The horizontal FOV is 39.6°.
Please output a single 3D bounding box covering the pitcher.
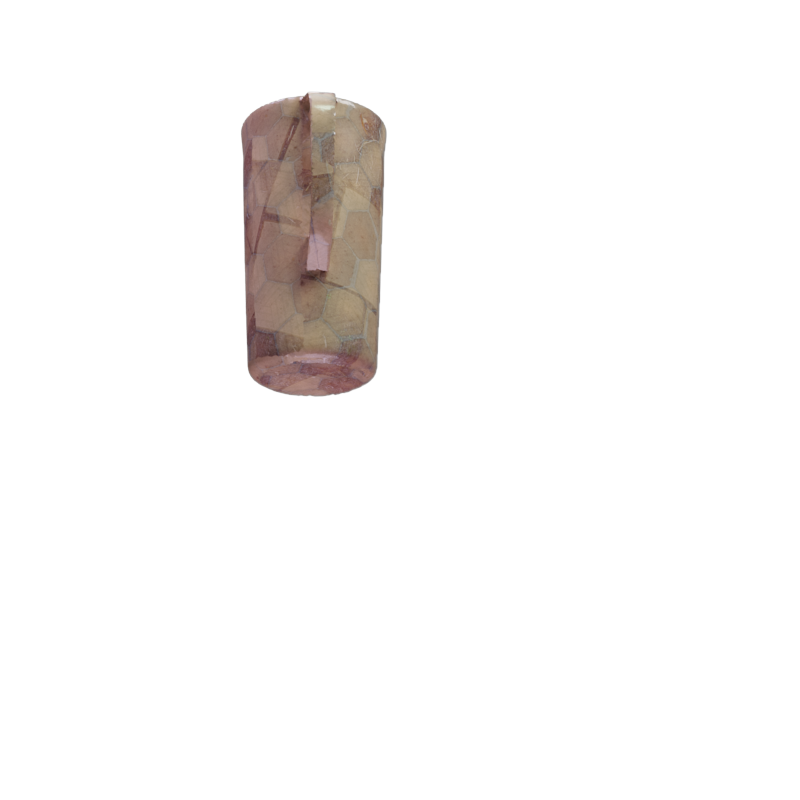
[{"bbox_3d":[-0.075,-0.137,0.956,0.147,0.256,0.139,-18,-28,33],"label":"pitcher"}]
